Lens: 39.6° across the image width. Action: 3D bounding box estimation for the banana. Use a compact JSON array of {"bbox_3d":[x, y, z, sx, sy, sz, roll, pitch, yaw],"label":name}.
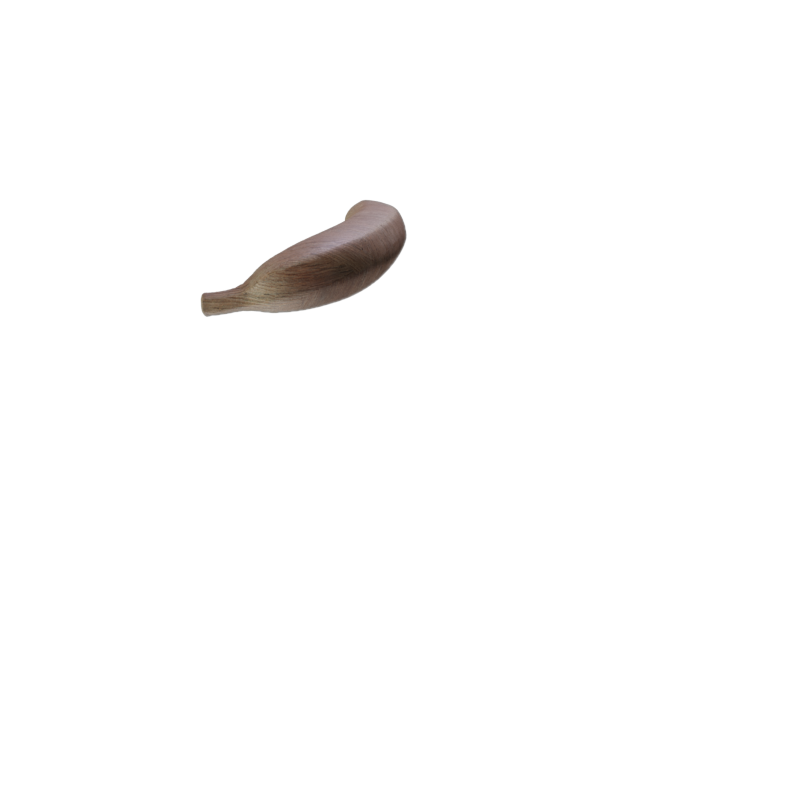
[{"bbox_3d":[-0.034,-0.086,0.626,0.072,0.035,0.199,9,23,21],"label":"banana"}]
